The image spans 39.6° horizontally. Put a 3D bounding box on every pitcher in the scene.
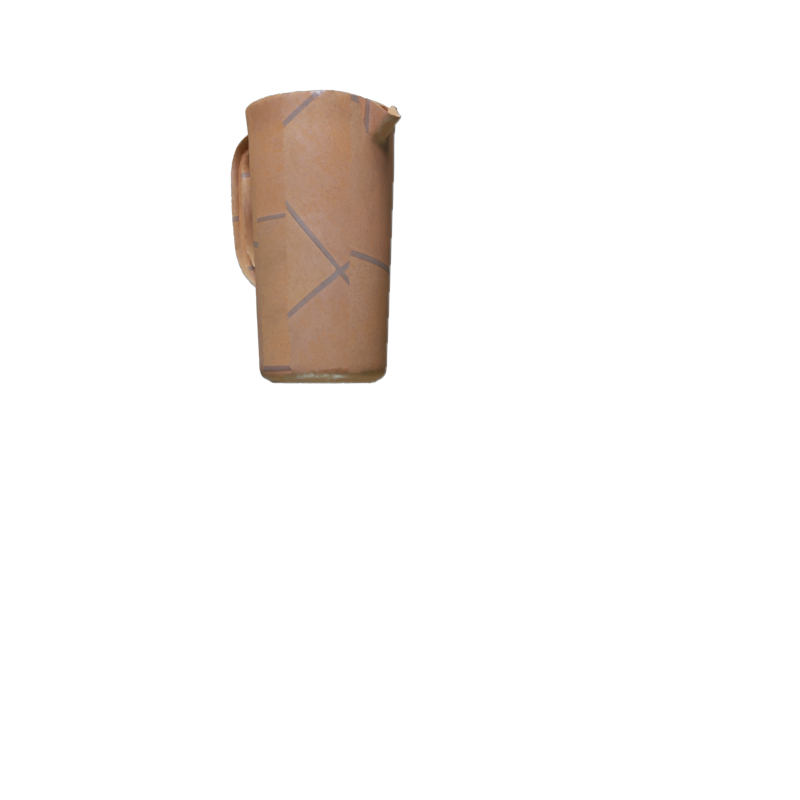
[{"bbox_3d":[-0.075,-0.137,0.960,0.144,0.247,0.148,0,-6,-6],"label":"pitcher"}]
